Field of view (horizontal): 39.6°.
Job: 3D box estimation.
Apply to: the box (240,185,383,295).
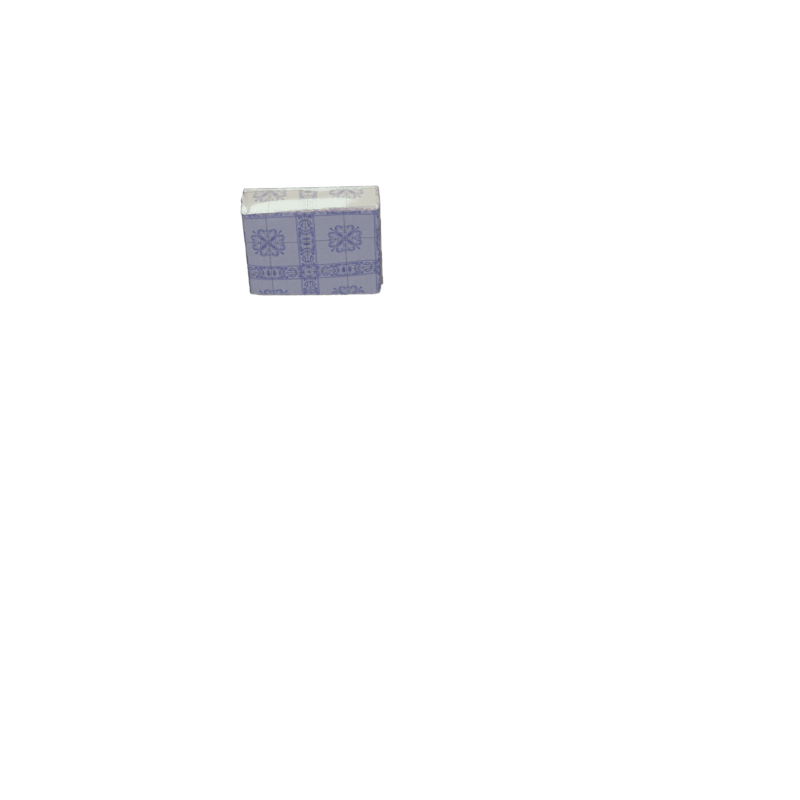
[{"bbox_3d":[-0.071,-0.130,0.911,0.114,0.084,0.042,-1,41,1],"label":"box"}]
